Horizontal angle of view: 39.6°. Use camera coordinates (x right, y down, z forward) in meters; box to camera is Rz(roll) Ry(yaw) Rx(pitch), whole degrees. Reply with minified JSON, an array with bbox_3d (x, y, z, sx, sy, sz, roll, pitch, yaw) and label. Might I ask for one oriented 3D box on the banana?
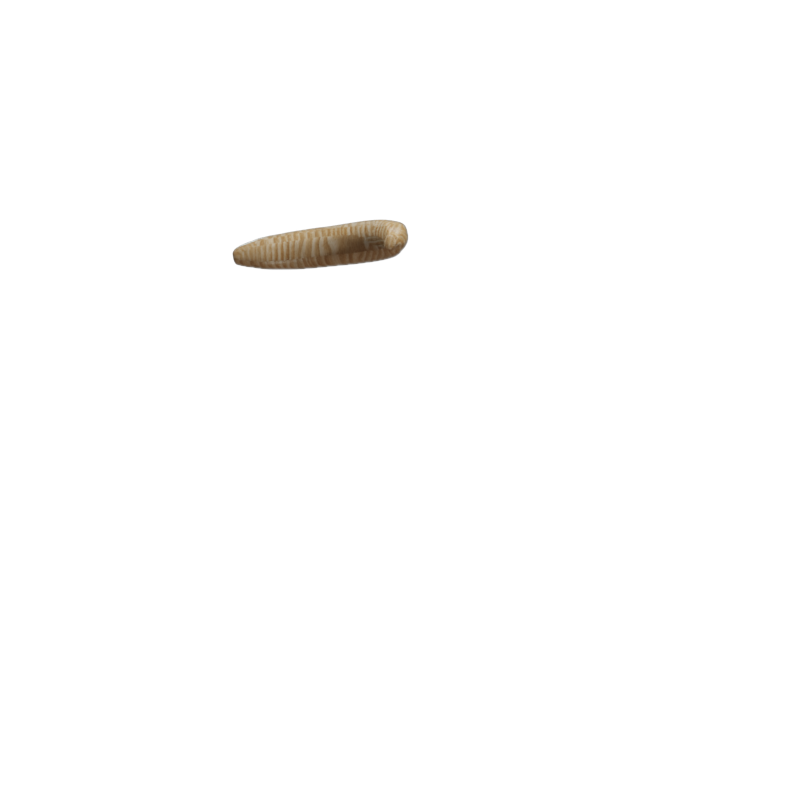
[{"bbox_3d":[-0.062,-0.140,0.994,0.204,0.037,0.066,-1,-3,41],"label":"banana"}]
